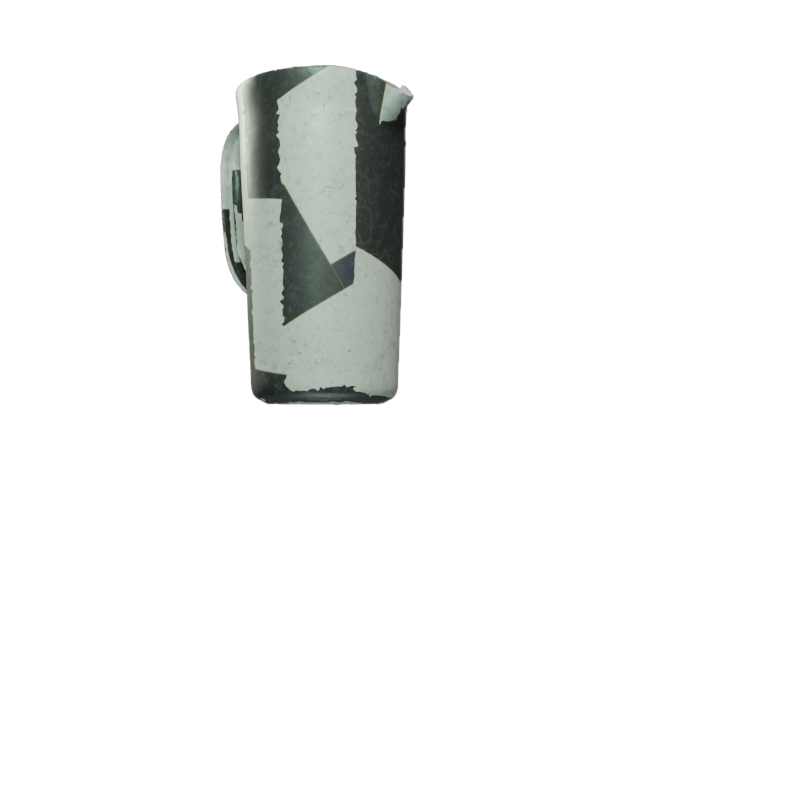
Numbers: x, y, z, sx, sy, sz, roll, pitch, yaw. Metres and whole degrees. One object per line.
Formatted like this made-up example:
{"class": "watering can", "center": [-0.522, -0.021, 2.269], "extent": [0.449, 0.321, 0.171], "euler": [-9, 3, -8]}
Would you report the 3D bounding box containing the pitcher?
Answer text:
{"class": "pitcher", "center": [-0.066, -0.120, 0.839], "extent": [0.144, 0.248, 0.147], "euler": [0, -7, -6]}
